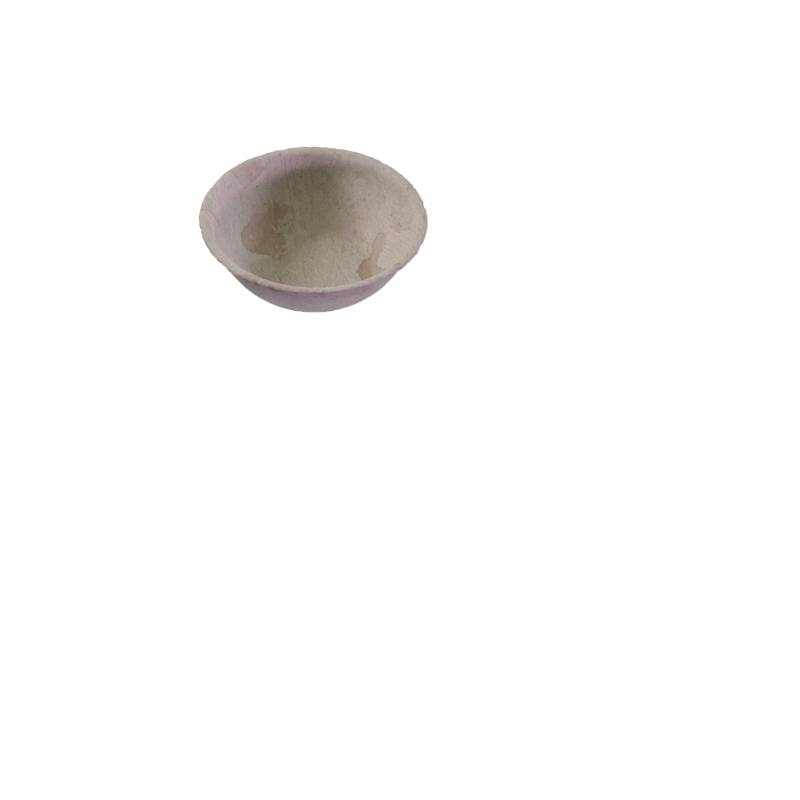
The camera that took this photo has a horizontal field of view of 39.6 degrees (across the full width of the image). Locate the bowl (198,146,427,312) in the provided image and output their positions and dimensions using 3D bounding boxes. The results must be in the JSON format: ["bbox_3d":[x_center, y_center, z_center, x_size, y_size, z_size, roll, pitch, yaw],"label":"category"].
[{"bbox_3d":[-0.063,-0.114,0.801,0.162,0.174,0.051,-1,-44,-1],"label":"bowl"}]
